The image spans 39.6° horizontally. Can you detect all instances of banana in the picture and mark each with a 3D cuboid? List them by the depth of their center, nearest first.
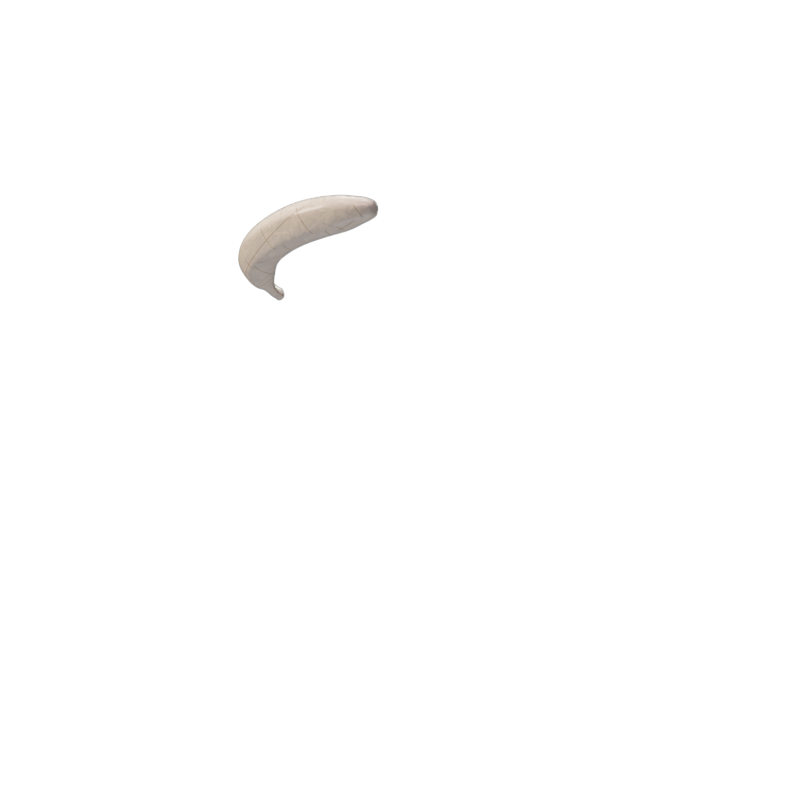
[{"bbox_3d":[-0.094,-0.140,0.965,0.067,0.038,0.196,10,-20,-28],"label":"banana"}]
